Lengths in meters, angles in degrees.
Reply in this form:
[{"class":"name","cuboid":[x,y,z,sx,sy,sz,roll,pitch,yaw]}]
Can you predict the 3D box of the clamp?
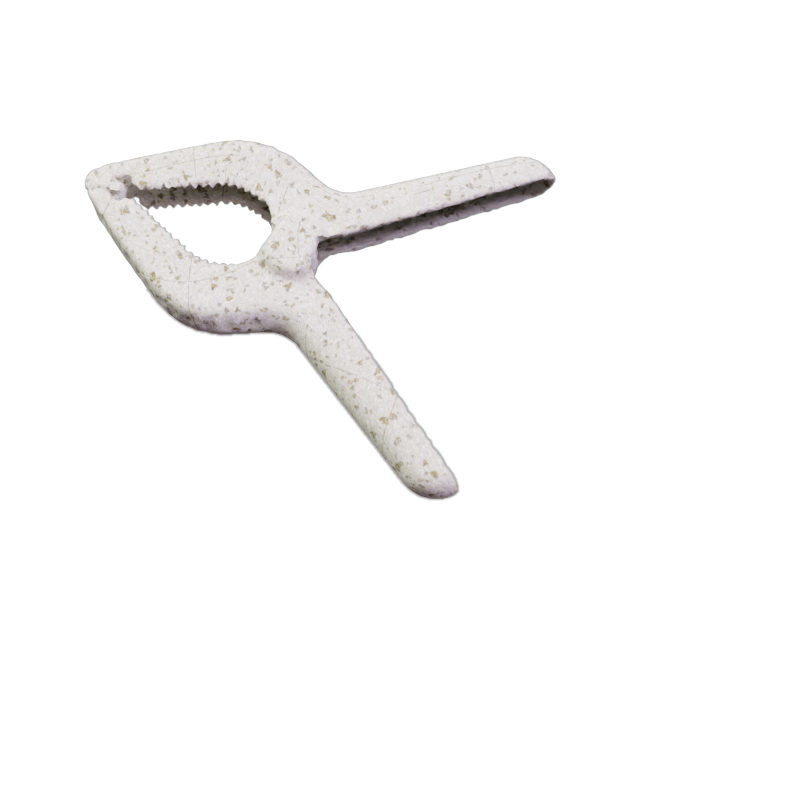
[{"class":"clamp","cuboid":[-0.040,-0.072,0.506,0.215,0.169,0.034,25,-21,10]}]
